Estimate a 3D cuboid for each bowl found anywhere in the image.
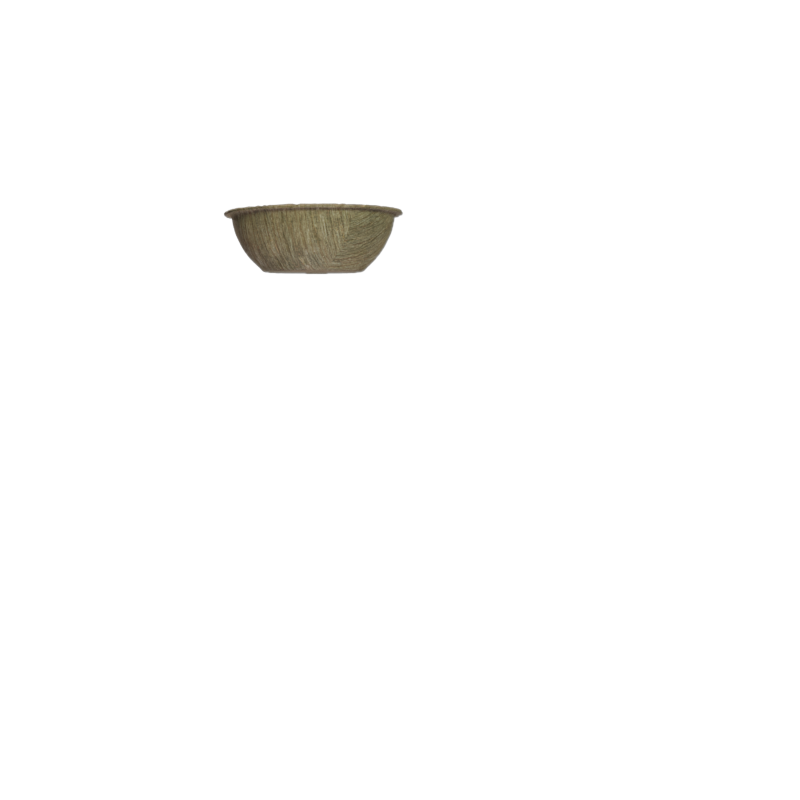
[{"bbox_3d":[-0.078,-0.142,0.997,0.162,0.055,0.162,0,4,-2],"label":"bowl"}]
